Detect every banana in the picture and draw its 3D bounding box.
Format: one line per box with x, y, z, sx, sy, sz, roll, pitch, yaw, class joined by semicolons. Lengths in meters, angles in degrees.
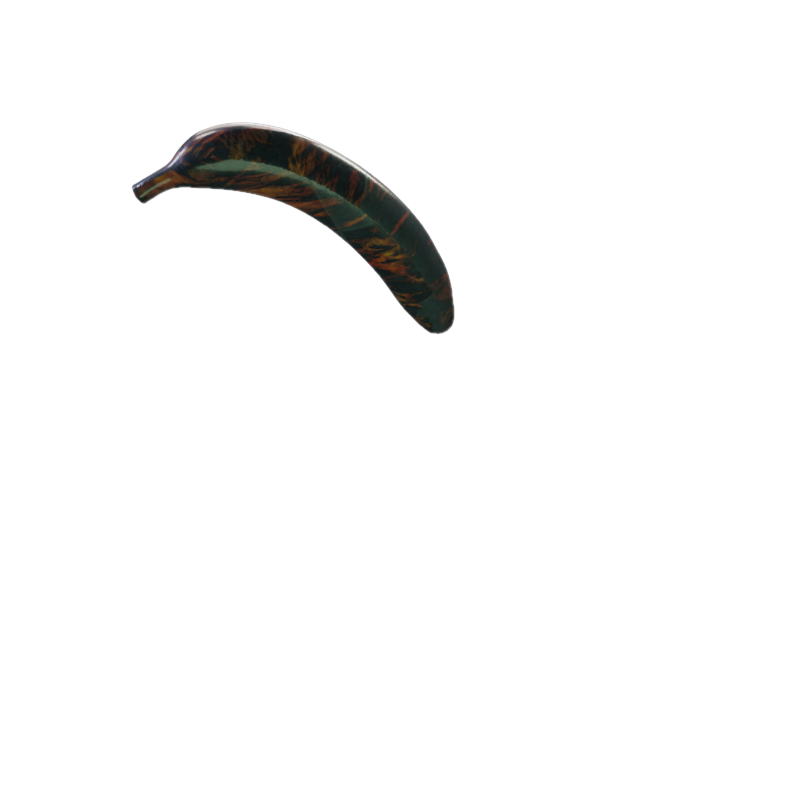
-0.041;-0.101;0.601;0.191;0.067;0.039;24;32;-16;banana
